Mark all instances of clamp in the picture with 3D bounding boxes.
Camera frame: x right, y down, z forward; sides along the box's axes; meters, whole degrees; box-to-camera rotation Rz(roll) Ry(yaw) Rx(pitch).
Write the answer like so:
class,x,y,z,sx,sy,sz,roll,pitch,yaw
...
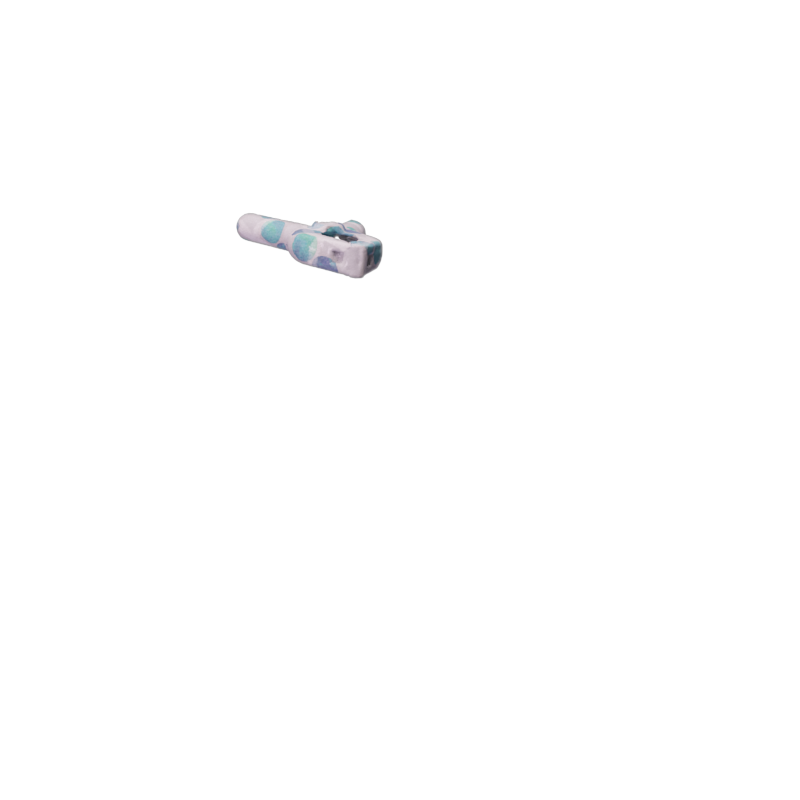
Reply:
class,x,y,z,sx,sy,sz,roll,pitch,yaw
clamp,-0.074,-0.135,0.944,0.118,0.038,0.178,-3,15,-12
